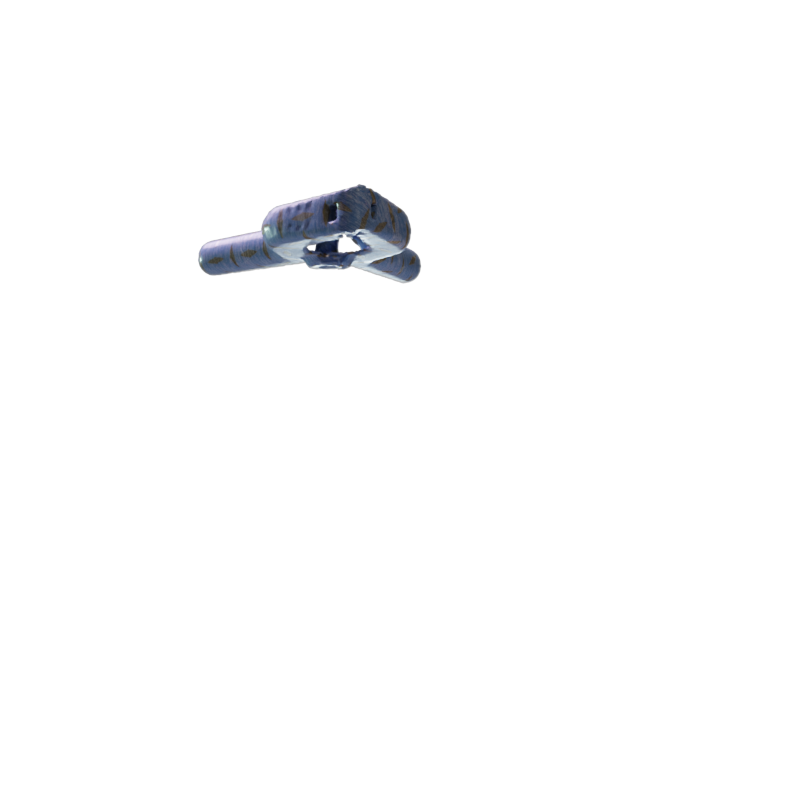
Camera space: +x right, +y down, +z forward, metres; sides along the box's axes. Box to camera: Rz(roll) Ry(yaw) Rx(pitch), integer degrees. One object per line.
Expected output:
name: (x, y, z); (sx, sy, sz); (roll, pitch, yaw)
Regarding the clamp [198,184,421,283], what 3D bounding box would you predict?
clamp: (-0.058, -0.105, 0.738); (0.164, 0.037, 0.207); (0, -3, -4)
